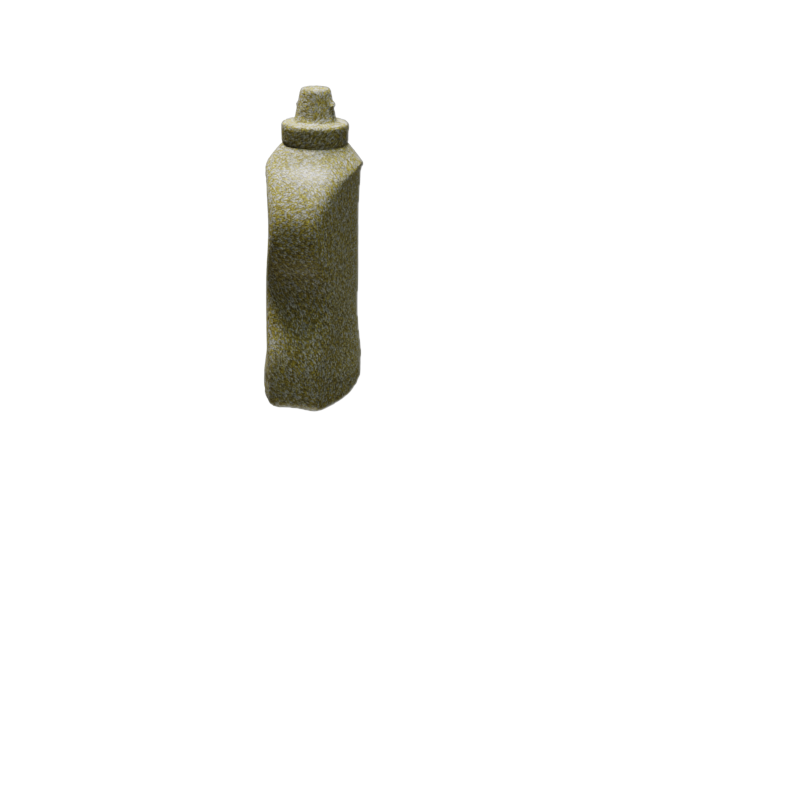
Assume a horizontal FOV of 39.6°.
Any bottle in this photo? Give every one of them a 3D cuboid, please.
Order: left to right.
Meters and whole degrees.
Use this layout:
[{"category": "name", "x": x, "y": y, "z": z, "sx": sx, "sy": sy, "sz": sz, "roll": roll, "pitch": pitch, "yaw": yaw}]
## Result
[{"category": "bottle", "x": -0.053, "y": -0.098, "z": 0.687, "sx": 0.060, "sy": 0.184, "sz": 0.098, "roll": 6, "pitch": 19, "yaw": 13}]
